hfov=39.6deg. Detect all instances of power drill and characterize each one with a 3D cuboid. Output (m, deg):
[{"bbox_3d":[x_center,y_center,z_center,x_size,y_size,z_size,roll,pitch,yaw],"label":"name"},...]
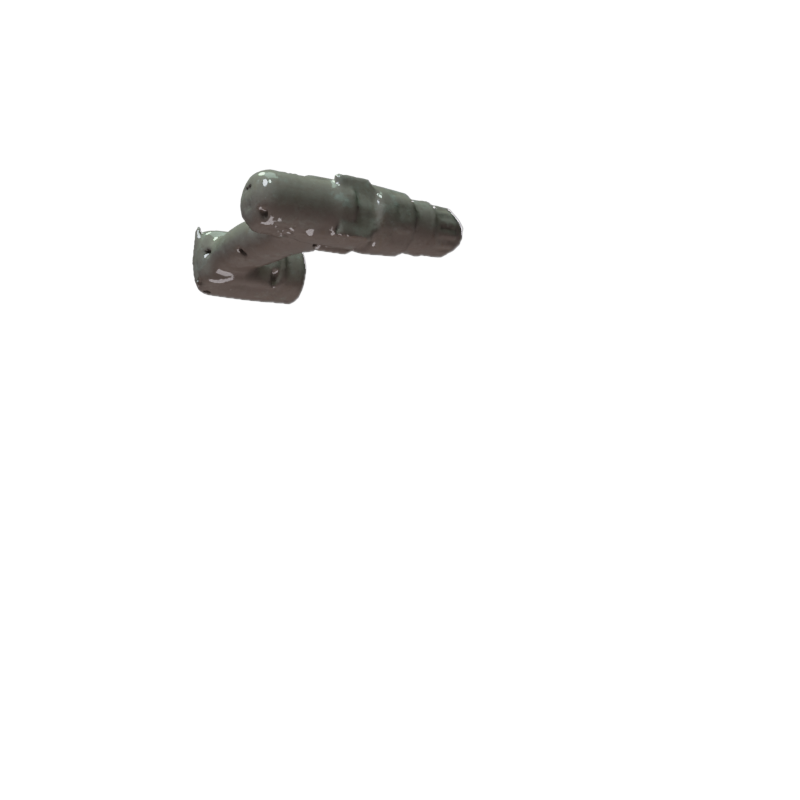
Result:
[{"bbox_3d":[-0.069,-0.126,0.883,0.177,0.060,0.188,8,-16,-31],"label":"power drill"}]
